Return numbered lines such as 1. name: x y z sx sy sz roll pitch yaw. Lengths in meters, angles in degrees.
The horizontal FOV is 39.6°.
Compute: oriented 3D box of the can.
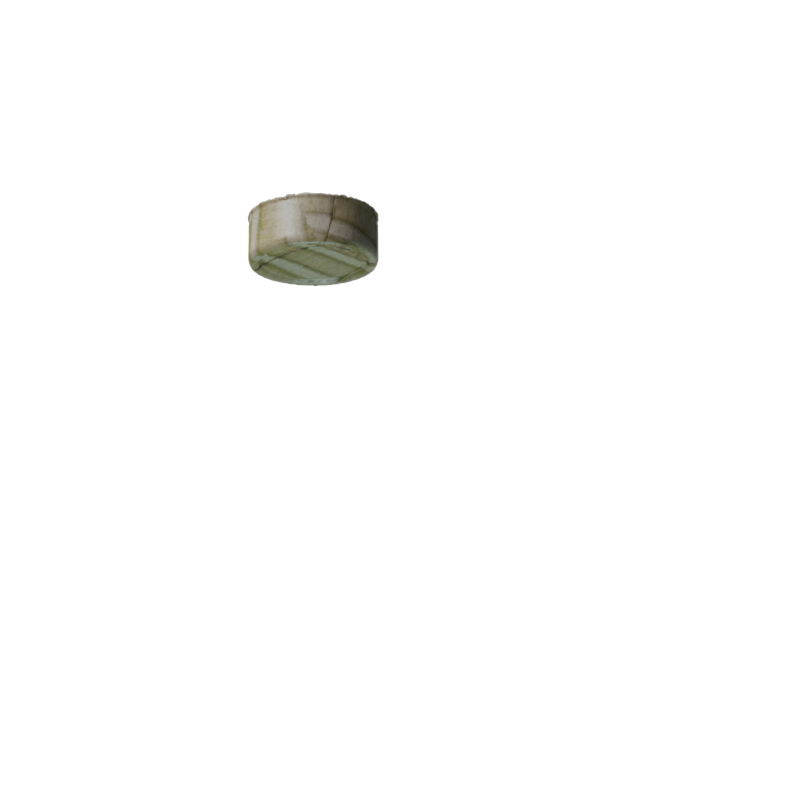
1. can: -0.056 -0.103 0.721 0.086 0.035 0.083 0 -15 -2
